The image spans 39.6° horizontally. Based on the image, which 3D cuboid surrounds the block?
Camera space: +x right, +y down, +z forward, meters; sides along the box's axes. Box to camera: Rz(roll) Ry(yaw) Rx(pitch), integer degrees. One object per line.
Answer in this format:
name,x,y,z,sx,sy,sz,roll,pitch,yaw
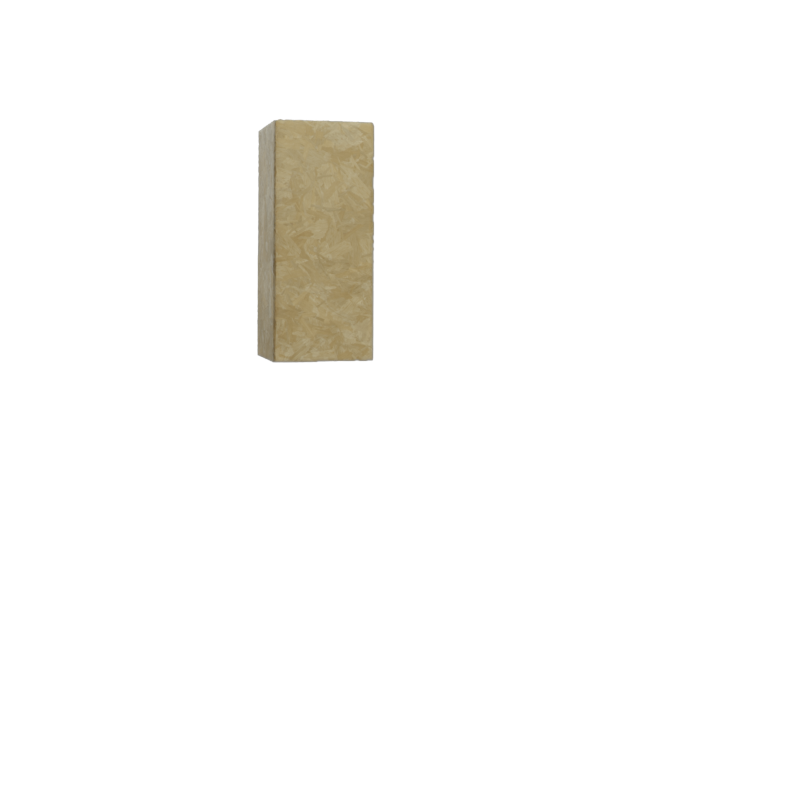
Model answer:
block,-0.076,-0.141,0.985,0.088,0.207,0.092,0,0,-15
